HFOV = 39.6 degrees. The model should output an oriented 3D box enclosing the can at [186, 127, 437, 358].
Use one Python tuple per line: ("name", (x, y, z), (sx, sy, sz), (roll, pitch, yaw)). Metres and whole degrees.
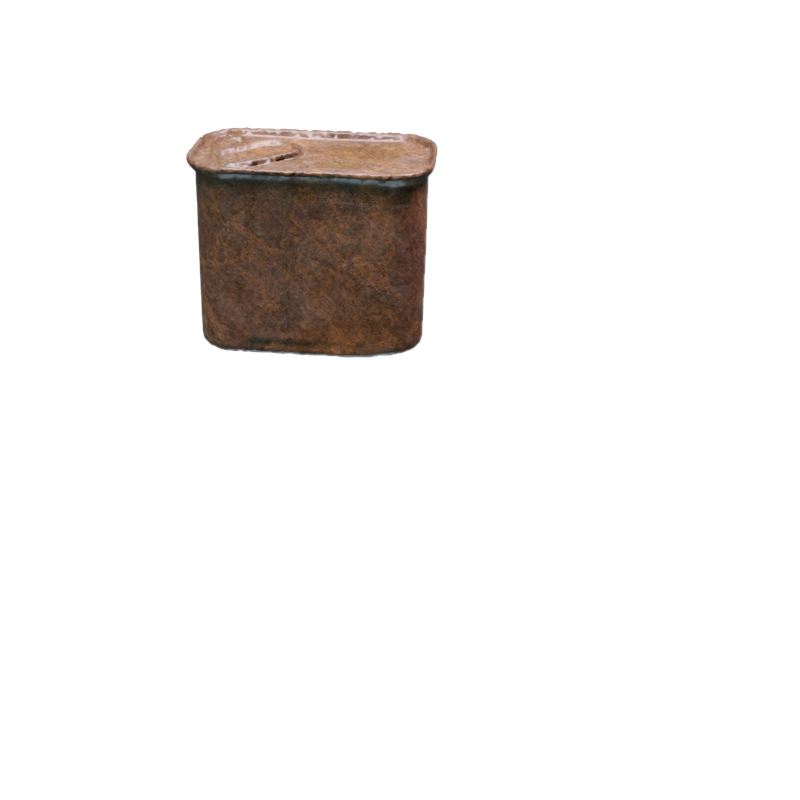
("can", (-0.037, -0.068, 0.474), (0.103, 0.079, 0.060), (4, 26, 6))
